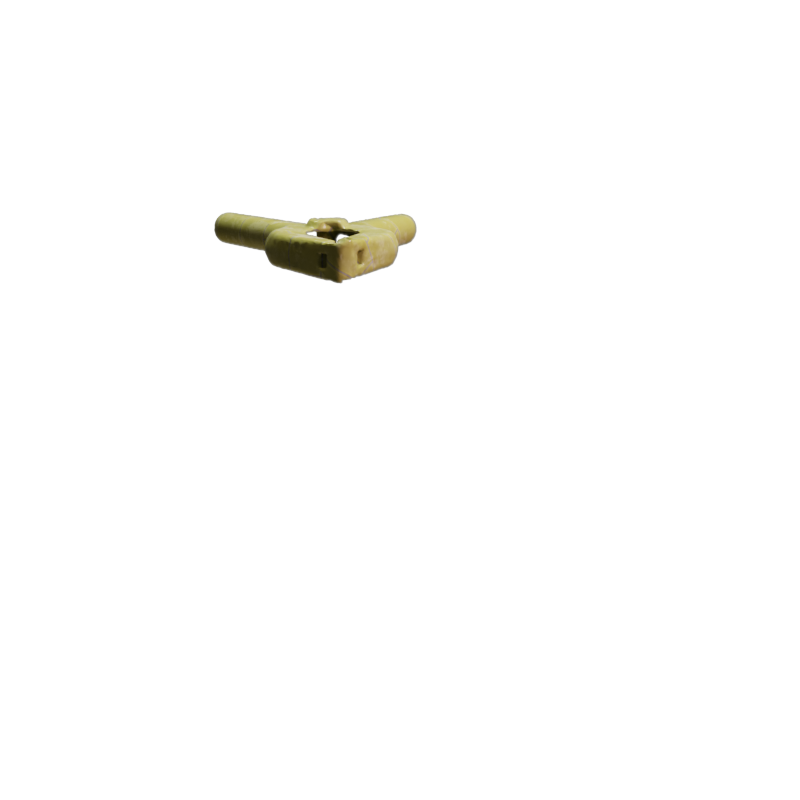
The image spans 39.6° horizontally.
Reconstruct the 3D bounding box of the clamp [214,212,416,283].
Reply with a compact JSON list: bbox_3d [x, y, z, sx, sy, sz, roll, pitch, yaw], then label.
[{"bbox_3d":[-0.065,-0.118,0.824,0.164,0.035,0.216,0,15,-1],"label":"clamp"}]
